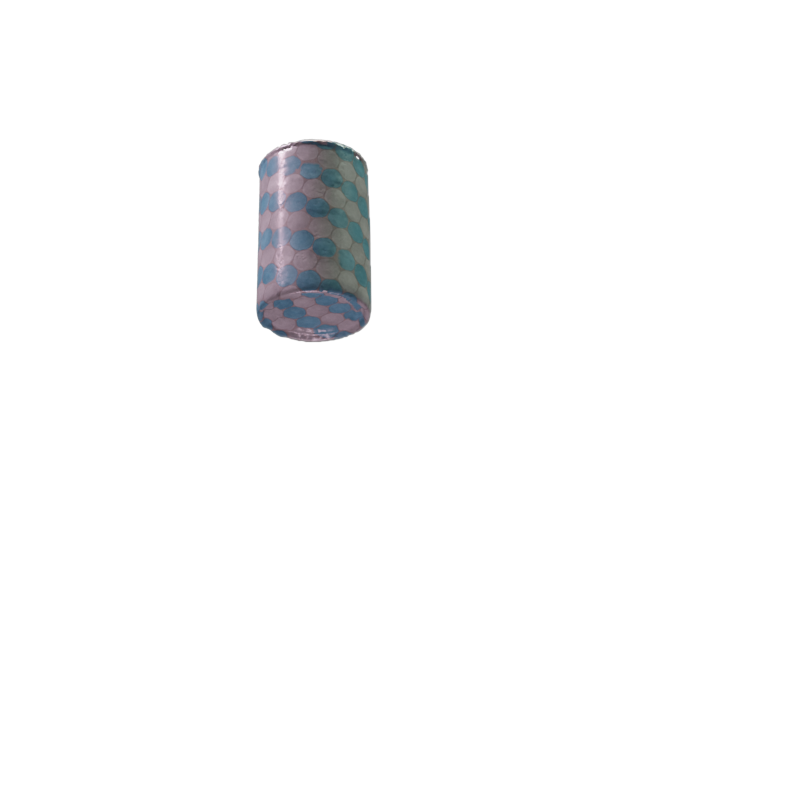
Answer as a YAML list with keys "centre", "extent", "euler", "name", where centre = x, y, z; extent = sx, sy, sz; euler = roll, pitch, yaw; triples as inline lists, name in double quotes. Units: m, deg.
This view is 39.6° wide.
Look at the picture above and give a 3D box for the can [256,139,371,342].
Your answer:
- centre: [-0.052, -0.094, 0.660]
  extent: [0.068, 0.109, 0.065]
  euler: [0, -28, -2]
  name: "can"
